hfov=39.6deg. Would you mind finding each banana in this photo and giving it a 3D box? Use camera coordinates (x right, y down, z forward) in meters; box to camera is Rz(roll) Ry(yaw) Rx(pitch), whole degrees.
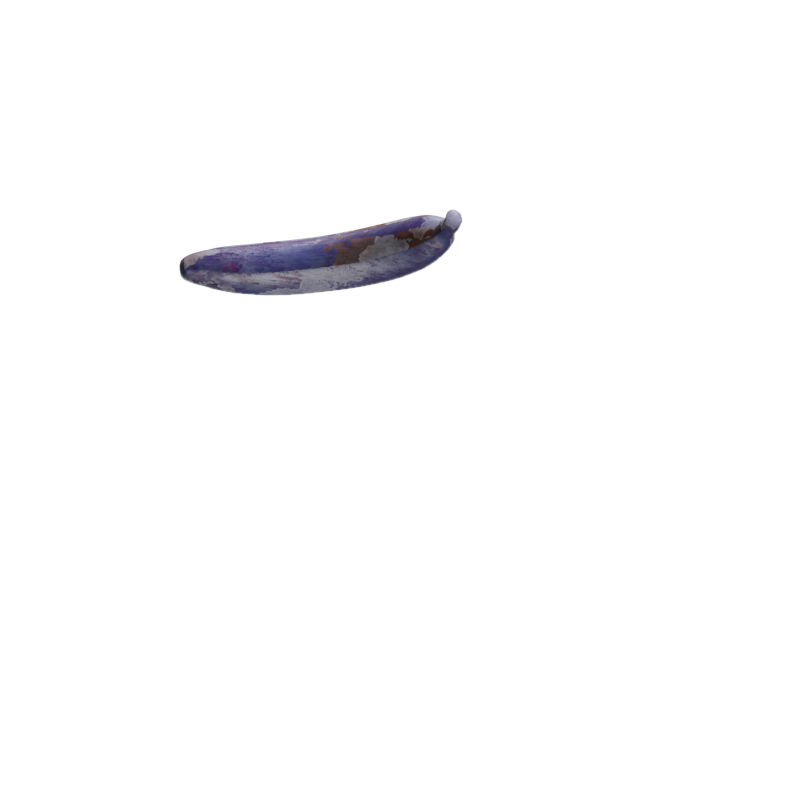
[{"bbox_3d":[-0.046,-0.097,0.733,0.201,0.039,0.065,-9,-25,21],"label":"banana"}]
